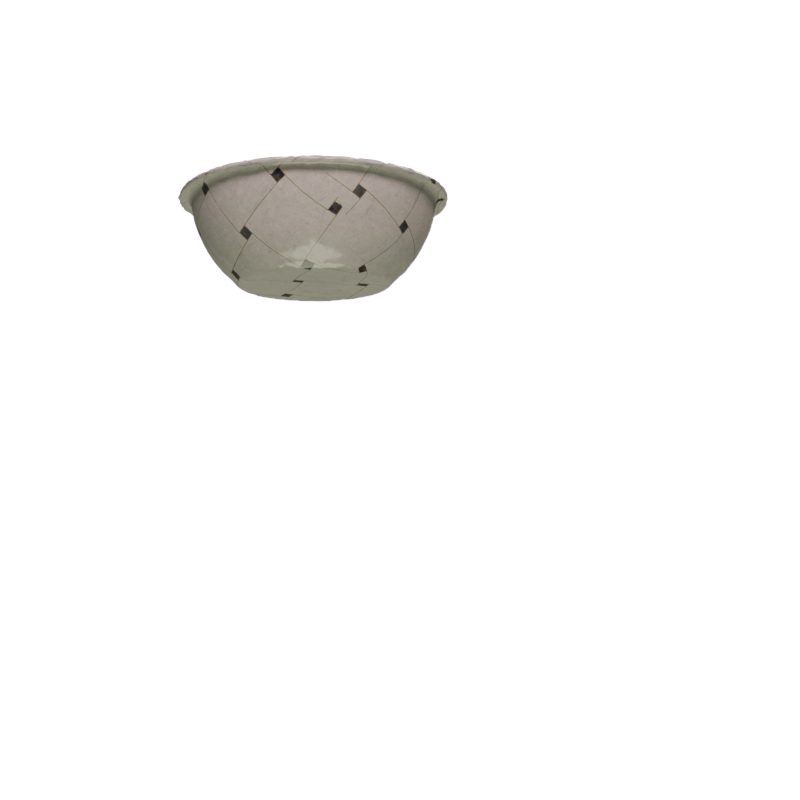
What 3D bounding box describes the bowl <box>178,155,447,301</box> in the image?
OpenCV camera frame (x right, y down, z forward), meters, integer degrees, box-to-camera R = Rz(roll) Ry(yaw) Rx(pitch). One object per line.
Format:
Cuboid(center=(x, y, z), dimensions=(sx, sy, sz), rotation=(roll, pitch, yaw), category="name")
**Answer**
Cuboid(center=(-0.052, -0.095, 0.664), dimensions=(0.162, 0.057, 0.158), rotation=(0, -8, -2), category="bowl")
